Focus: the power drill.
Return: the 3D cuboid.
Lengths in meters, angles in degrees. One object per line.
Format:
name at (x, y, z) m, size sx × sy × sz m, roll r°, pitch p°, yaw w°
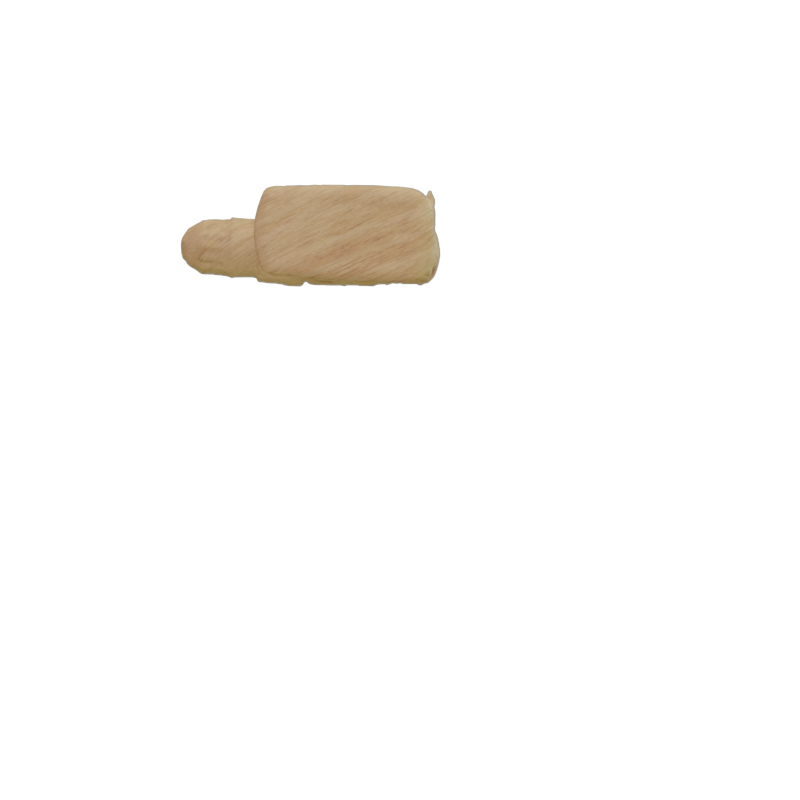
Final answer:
power drill at (-0.057, -0.104, 0.725) m, size 0.184 × 0.057 × 0.189 m, roll 0°, pitch 5°, yaw -4°
